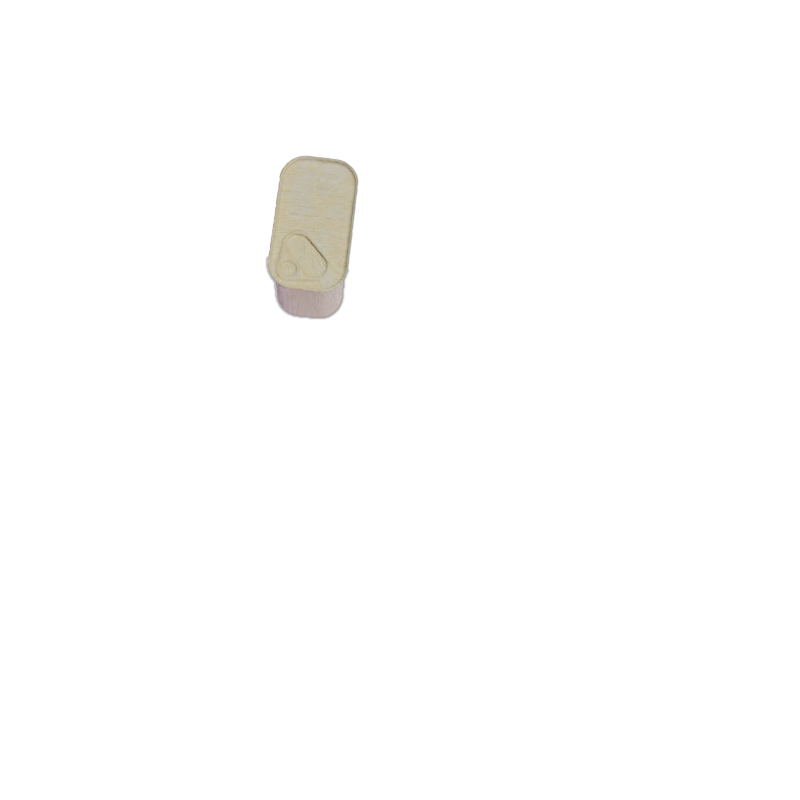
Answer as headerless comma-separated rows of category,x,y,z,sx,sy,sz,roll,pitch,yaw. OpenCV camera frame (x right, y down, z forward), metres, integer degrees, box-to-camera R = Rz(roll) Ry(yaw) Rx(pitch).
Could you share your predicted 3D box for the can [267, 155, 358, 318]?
can,-0.065,-0.118,0.827,0.057,0.106,0.081,6,-17,-1
